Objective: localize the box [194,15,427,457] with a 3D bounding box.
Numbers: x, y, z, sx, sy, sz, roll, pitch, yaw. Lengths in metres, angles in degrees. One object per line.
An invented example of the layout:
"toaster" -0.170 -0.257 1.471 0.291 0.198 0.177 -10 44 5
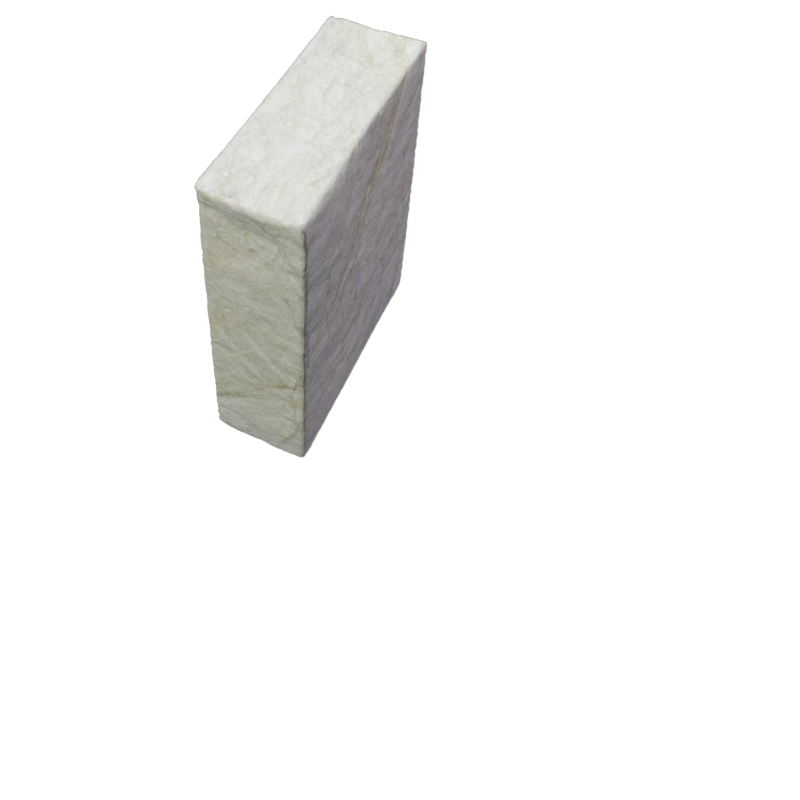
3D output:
"box" -0.052 -0.095 0.668 0.074 0.171 0.199 20 -37 11
